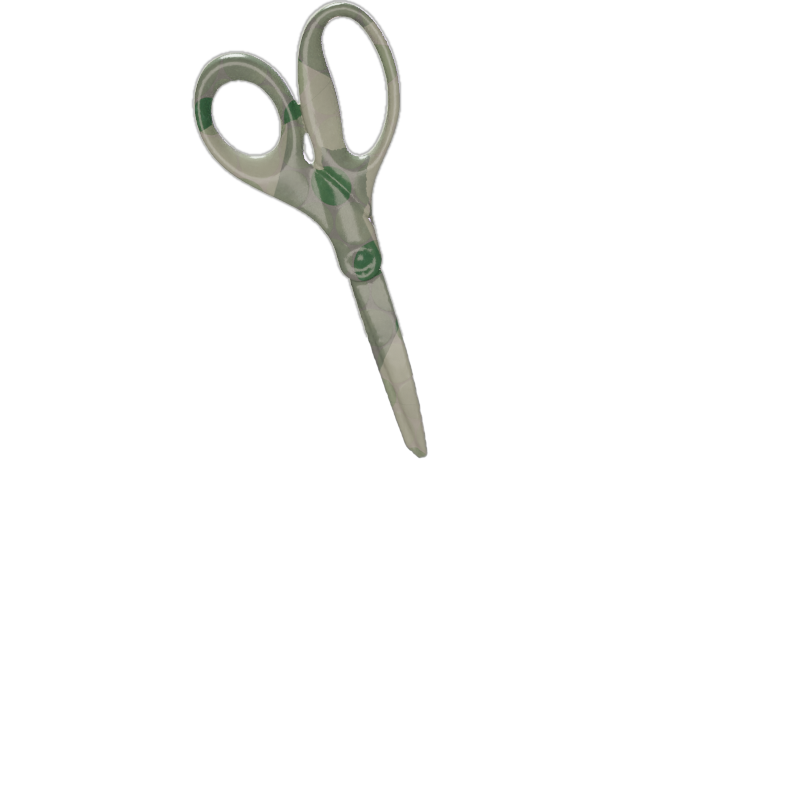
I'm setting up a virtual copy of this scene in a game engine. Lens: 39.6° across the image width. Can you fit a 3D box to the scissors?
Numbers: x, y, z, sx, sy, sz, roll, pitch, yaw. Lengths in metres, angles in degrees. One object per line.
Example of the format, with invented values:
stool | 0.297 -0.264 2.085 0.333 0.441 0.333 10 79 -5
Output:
scissors | -0.037 -0.068 0.478 0.096 0.196 0.016 -1 12 0
